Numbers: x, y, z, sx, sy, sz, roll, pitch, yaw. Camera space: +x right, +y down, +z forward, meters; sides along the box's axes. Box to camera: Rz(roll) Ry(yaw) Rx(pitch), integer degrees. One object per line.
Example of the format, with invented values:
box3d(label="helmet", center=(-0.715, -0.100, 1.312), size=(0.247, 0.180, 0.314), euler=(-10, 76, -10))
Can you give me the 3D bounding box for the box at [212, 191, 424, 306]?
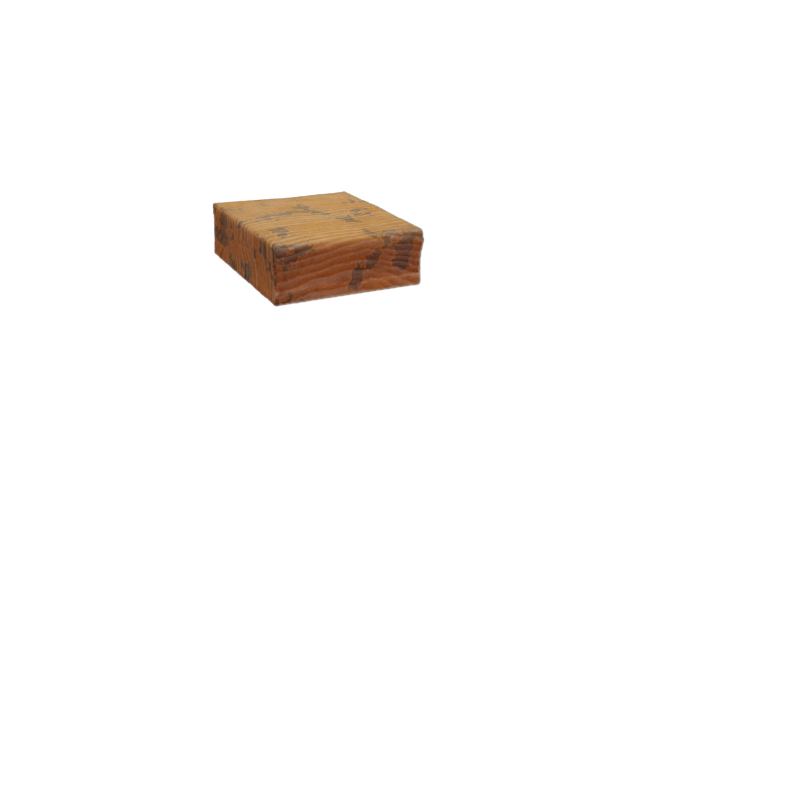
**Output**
box3d(label="box", center=(-0.041, -0.075, 0.526), size=(0.072, 0.029, 0.095), euler=(-10, 24, -23))
